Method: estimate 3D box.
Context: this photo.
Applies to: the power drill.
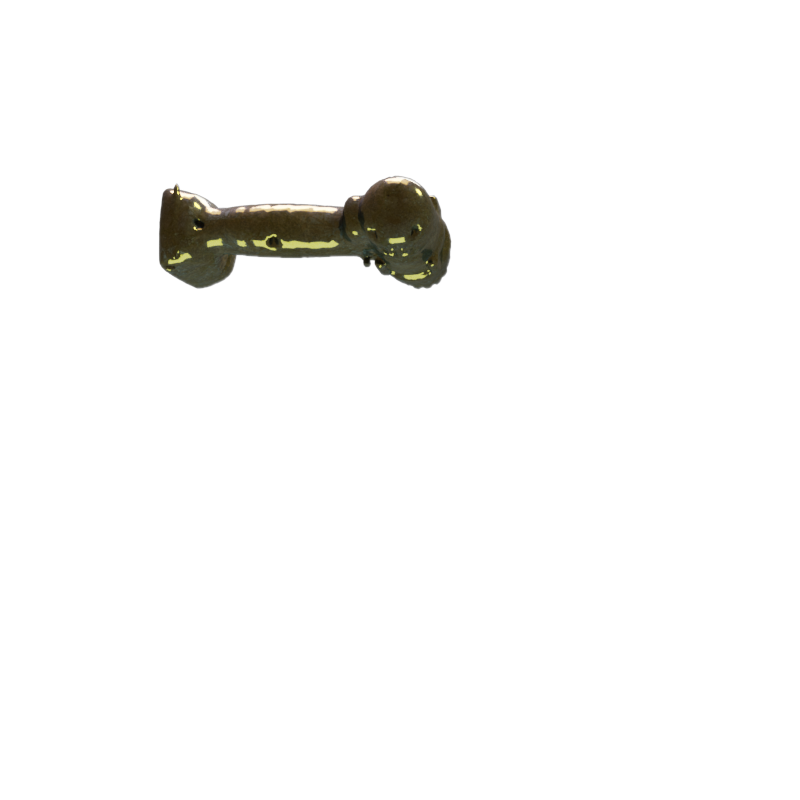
[{"bbox_3d":[-0.060,-0.109,0.764,0.190,0.059,0.177,-1,-8,9],"label":"power drill"}]
